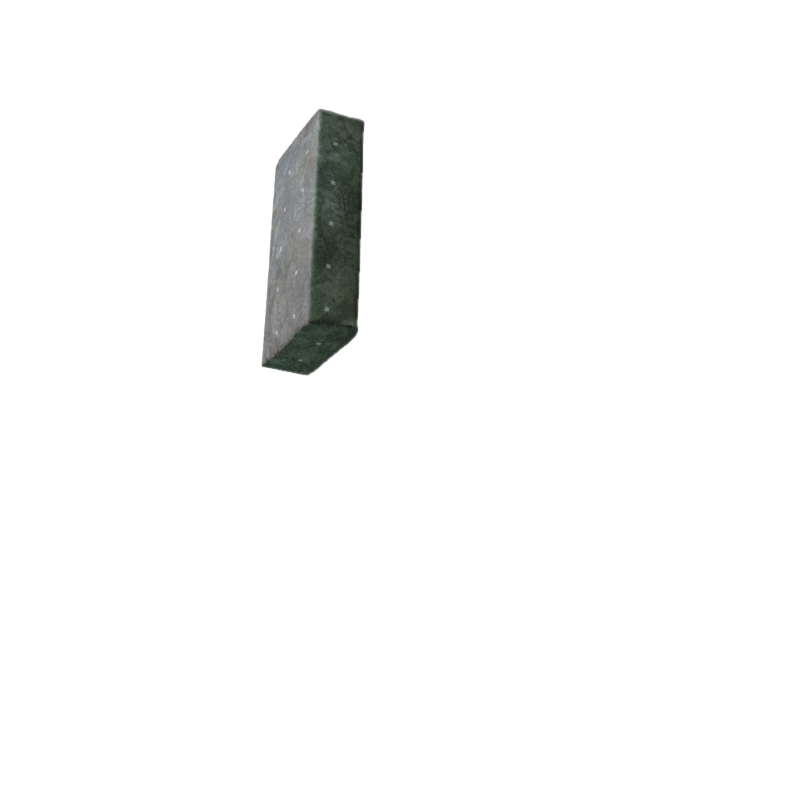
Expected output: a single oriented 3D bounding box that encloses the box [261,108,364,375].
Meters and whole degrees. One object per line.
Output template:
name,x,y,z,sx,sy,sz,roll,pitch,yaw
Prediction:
box,-0.065,-0.118,0.824,0.046,0.187,0.091,11,-28,-25
